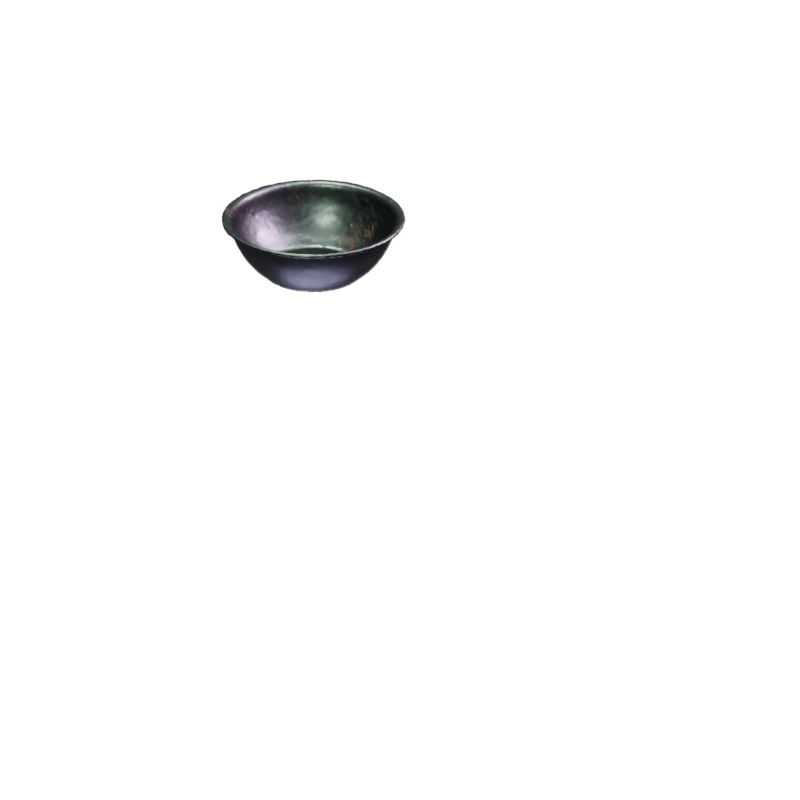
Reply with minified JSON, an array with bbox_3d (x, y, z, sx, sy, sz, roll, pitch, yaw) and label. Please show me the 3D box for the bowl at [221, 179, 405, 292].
[{"bbox_3d":[-0.077,-0.141,0.989,0.162,0.052,0.172,-1,32,-2],"label":"bowl"}]
